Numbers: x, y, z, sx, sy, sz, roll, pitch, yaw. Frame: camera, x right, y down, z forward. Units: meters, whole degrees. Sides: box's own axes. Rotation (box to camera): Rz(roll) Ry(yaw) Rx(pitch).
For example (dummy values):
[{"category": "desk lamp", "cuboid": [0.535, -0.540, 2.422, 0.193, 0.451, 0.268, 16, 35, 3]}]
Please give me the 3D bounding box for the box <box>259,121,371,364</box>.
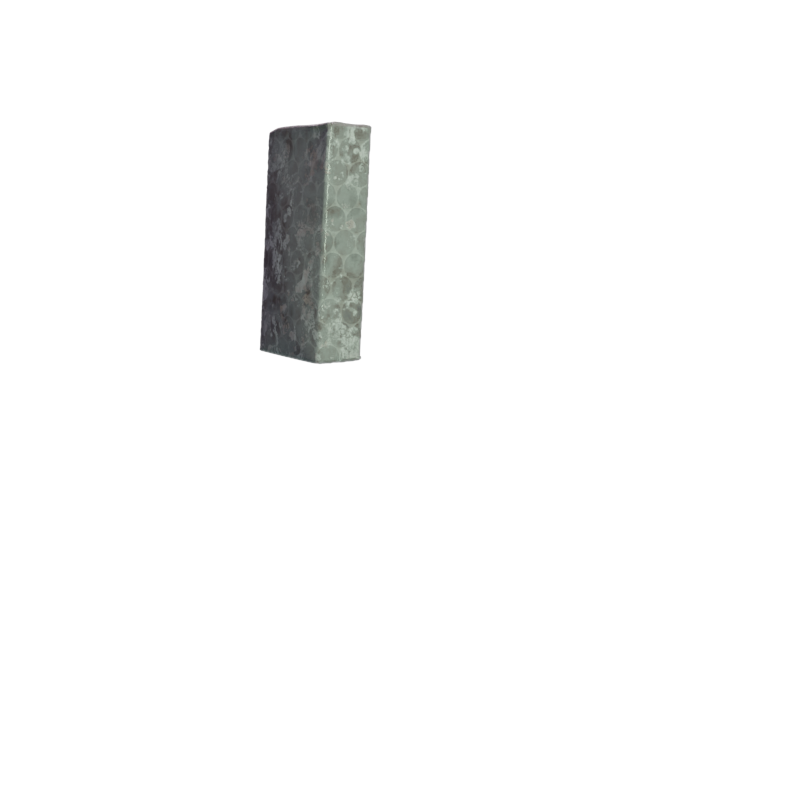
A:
[{"category": "box", "cuboid": [-0.066, -0.120, 0.844, 0.046, 0.176, 0.097, -1, 3, -34]}]
